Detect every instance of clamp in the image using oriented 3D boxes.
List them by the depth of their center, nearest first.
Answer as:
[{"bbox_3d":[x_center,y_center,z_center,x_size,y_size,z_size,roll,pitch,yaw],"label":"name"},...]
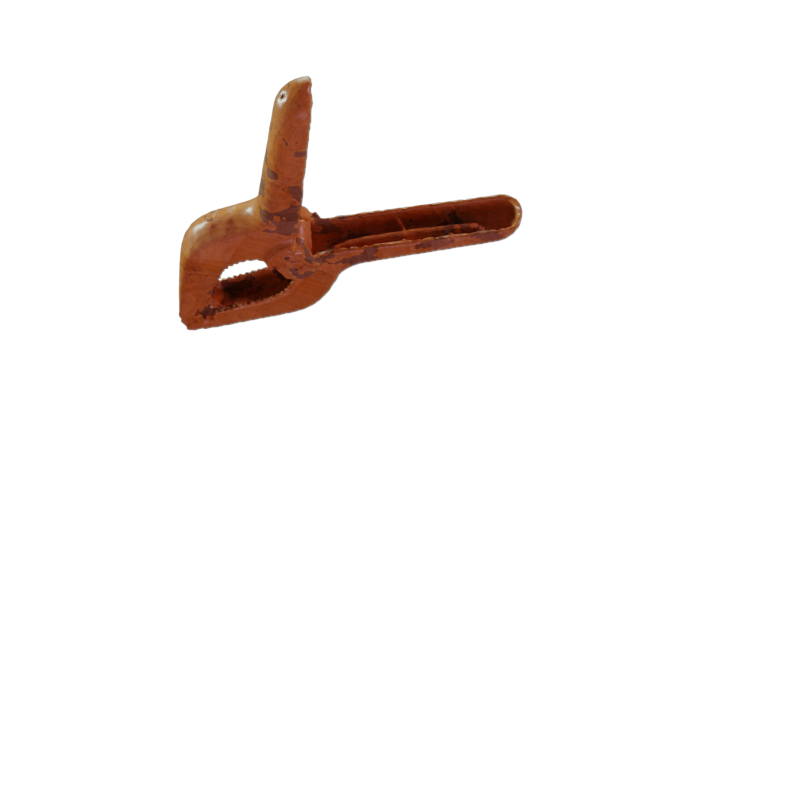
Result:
[{"bbox_3d":[-0.049,-0.089,0.622,0.156,0.039,0.208,20,-35,-32],"label":"clamp"}]
